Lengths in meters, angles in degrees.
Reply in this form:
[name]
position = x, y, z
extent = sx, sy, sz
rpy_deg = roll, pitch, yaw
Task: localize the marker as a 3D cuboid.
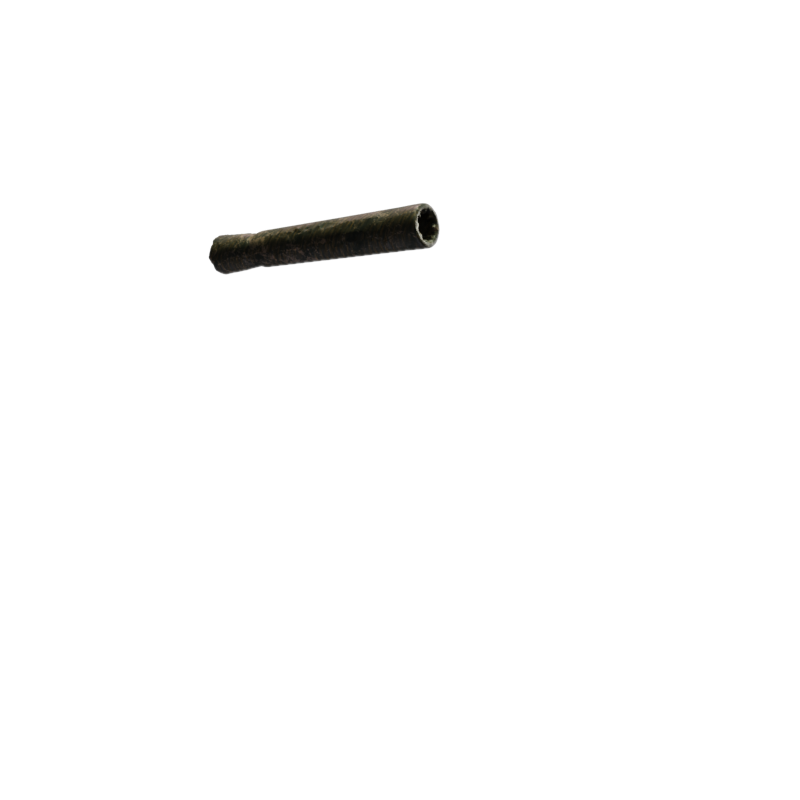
[marker]
position = -0.038, -0.070, 0.489
extent = 0.125, 0.020, 0.019
rpy_deg = -2, 2, 37
